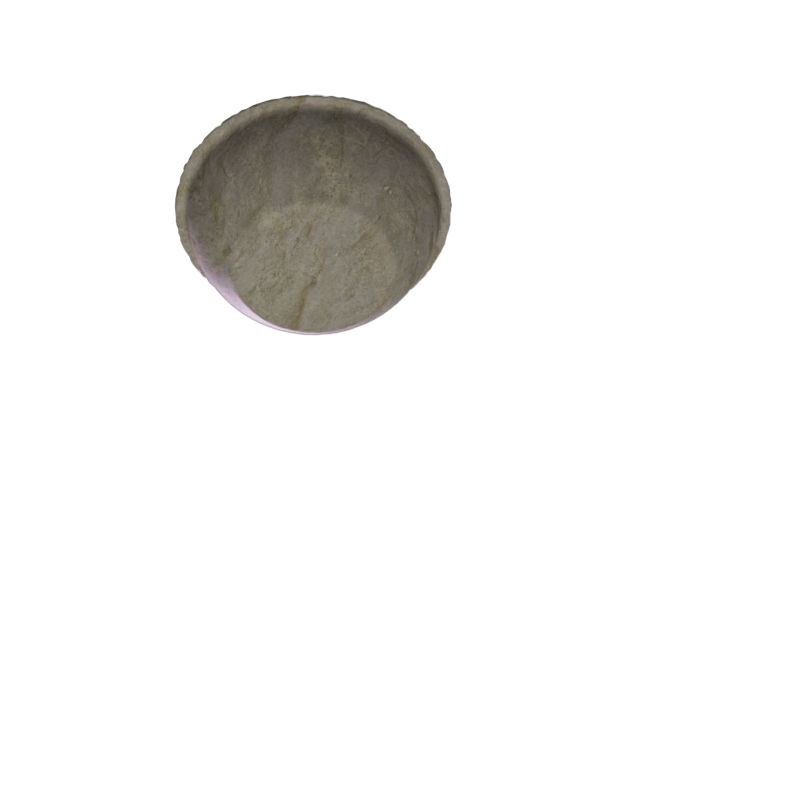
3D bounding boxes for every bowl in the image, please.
[{"bbox_3d":[-0.049,-0.090,0.629,0.162,0.151,0.059,1,40,-1],"label":"bowl"}]
